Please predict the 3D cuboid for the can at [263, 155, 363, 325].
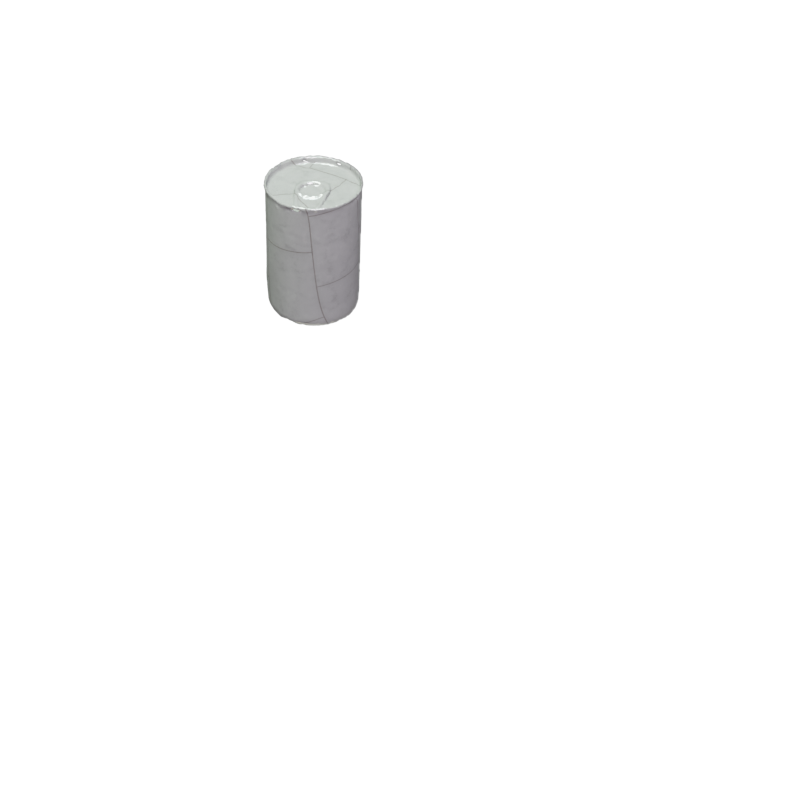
[{"bbox_3d":[-0.061,-0.112,0.784,0.068,0.095,0.073,0,39,-3],"label":"can"}]
